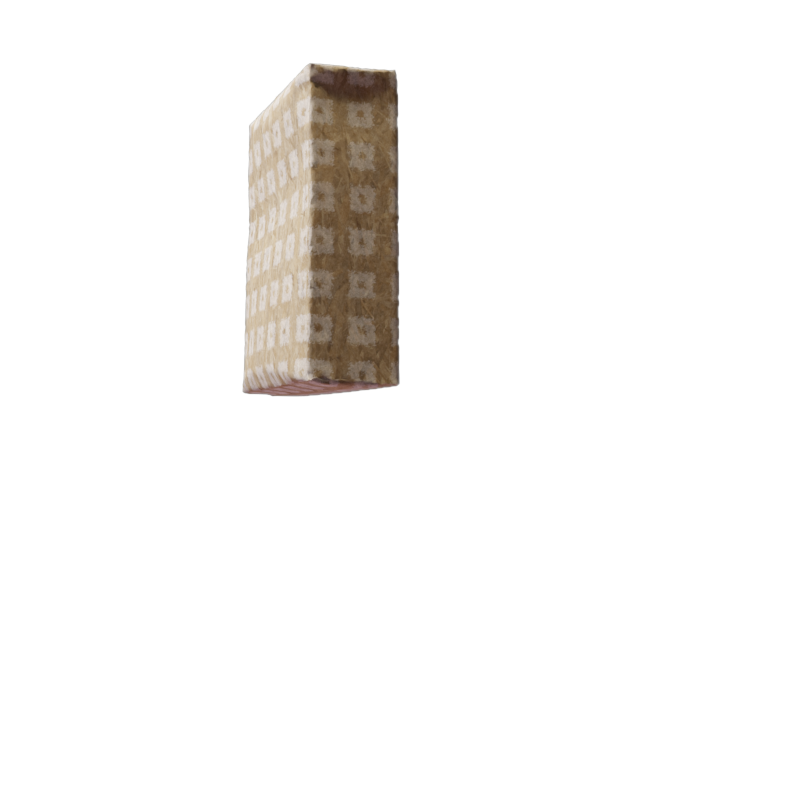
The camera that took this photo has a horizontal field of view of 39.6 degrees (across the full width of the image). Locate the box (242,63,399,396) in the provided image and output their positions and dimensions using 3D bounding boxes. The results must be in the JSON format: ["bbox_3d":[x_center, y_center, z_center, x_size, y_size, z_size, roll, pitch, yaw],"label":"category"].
[{"bbox_3d":[-0.062,-0.113,0.789,0.070,0.218,0.166,3,-7,-22],"label":"box"}]
